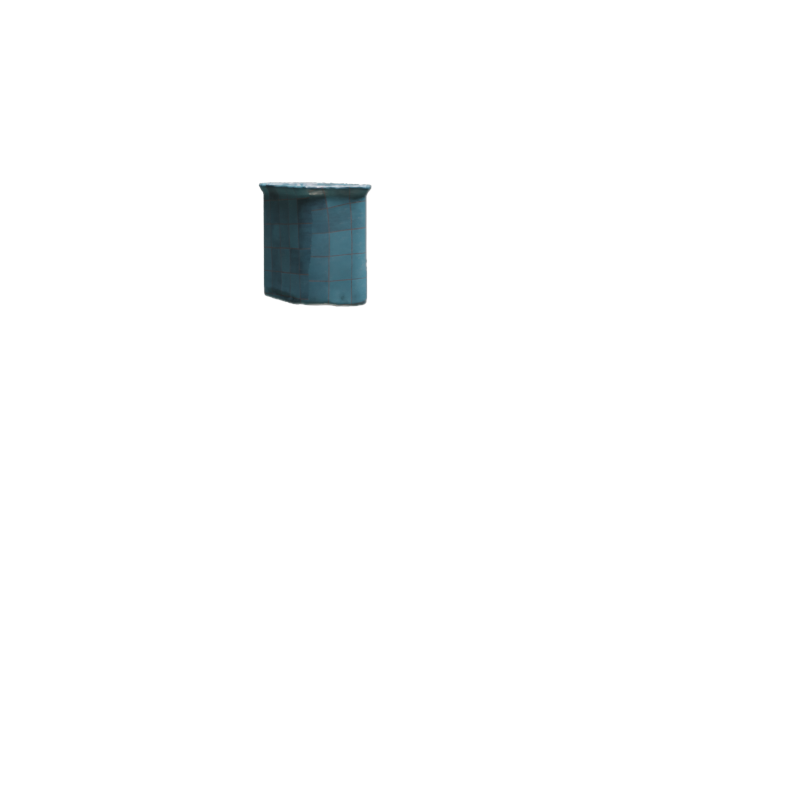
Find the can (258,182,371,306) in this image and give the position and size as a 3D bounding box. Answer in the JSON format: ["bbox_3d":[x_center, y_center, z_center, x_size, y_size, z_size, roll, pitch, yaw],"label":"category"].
[{"bbox_3d":[-0.062,-0.114,0.796,0.056,0.083,0.106,-3,9,-26],"label":"can"}]
